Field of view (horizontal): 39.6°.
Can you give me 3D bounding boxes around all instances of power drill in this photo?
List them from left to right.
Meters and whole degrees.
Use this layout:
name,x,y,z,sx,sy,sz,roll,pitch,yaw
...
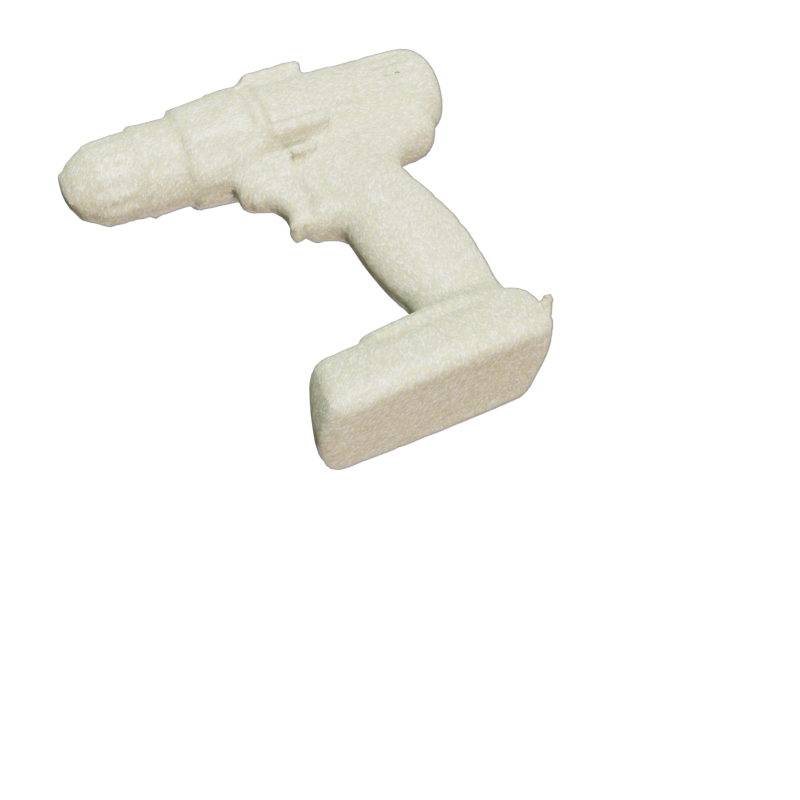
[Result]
name,x,y,z,sx,sy,sz,roll,pitch,yaw
power drill,-0.037,-0.068,0.478,0.183,0.202,0.054,-21,-31,-14
